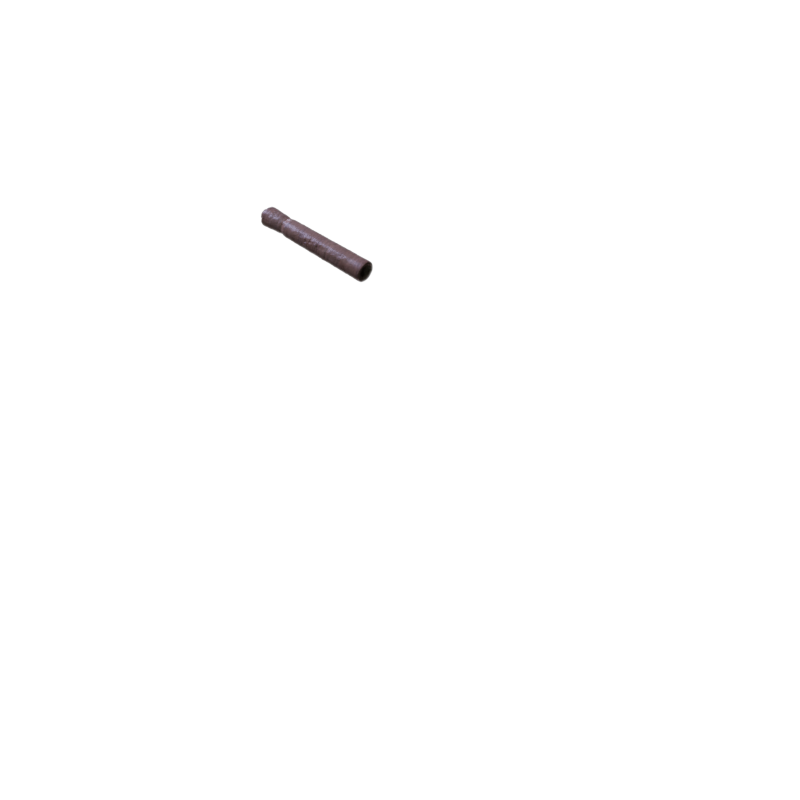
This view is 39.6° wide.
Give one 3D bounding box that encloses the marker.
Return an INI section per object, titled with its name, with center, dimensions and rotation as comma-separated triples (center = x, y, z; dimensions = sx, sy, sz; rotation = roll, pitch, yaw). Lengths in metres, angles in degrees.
[marker]
center = -0.074, -0.135, 0.946
dimensions = 0.129, 0.019, 0.019
rotation = 33, 22, 32
